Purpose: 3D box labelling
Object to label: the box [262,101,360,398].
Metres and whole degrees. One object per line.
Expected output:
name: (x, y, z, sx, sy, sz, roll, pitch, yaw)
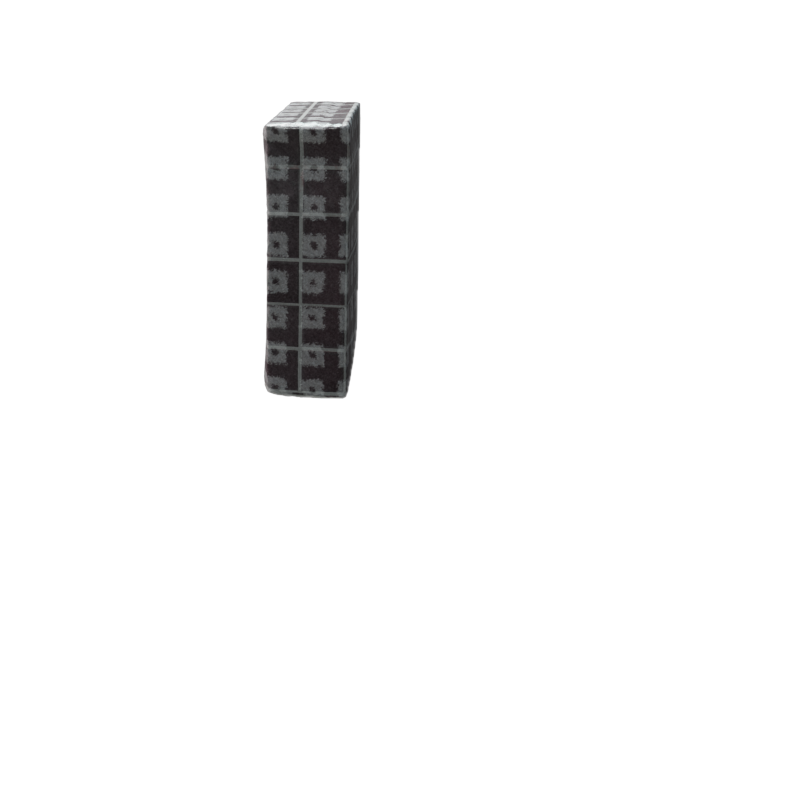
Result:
box: (-0.071, -0.129, 0.906, 0.072, 0.207, 0.169, 1, 16, 1)
